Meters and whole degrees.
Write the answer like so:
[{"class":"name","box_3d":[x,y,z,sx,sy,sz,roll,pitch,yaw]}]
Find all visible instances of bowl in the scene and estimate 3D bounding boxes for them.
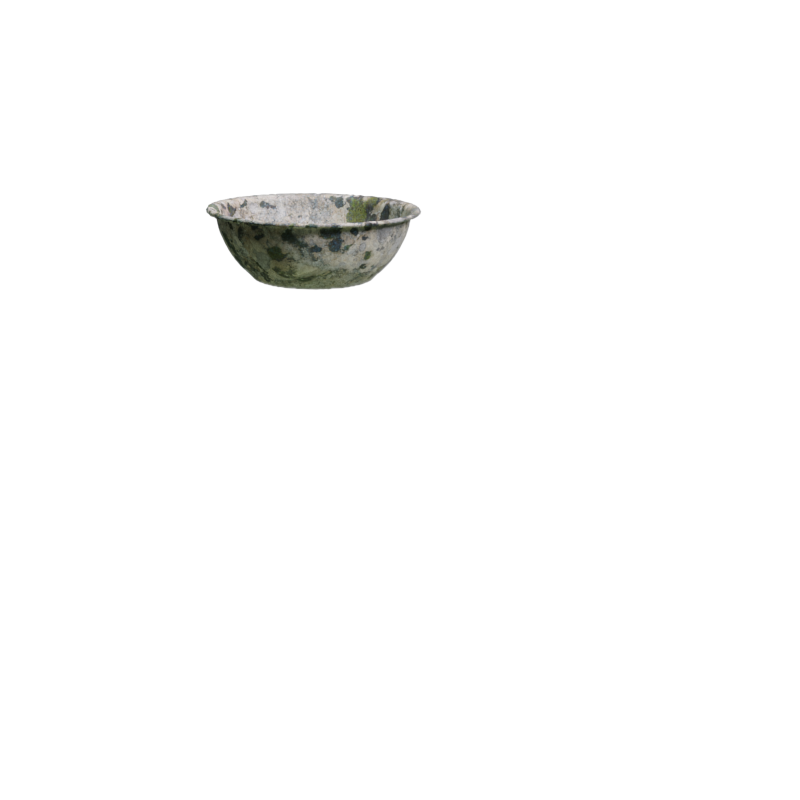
[{"class":"bowl","box_3d":[-0.066,-0.120,0.838,0.162,0.053,0.168,-1,17,-2]}]
